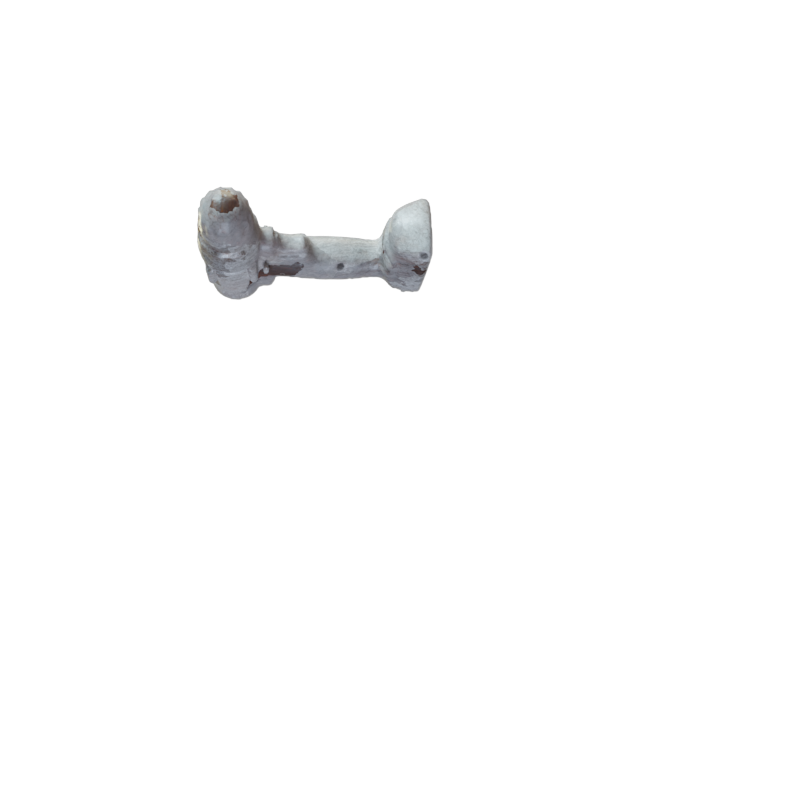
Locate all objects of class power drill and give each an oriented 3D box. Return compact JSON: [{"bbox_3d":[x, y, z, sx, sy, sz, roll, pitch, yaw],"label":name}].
[{"bbox_3d":[-0.071,-0.129,0.905,0.187,0.059,0.179,0,-11,-3],"label":"power drill"}]
